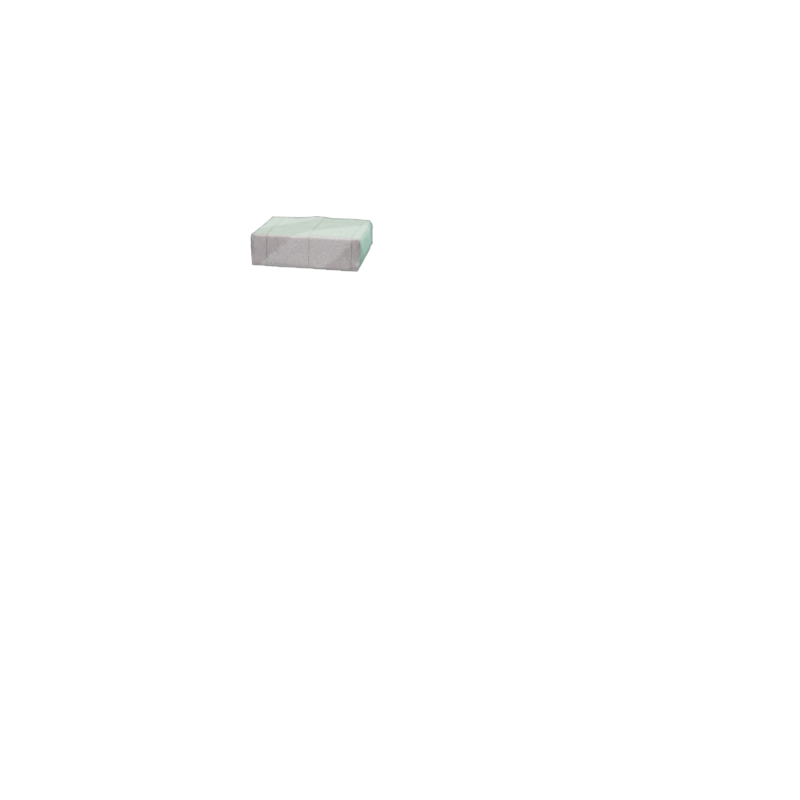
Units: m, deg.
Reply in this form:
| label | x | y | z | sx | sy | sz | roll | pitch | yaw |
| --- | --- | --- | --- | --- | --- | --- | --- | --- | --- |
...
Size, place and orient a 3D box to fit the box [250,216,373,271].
| label | x | y | z | sx | sy | sz | roll | pitch | yaw |
| --- | --- | --- | --- | --- | --- | --- | --- | --- | --- |
| box | -0.071 | -0.130 | 0.908 | 0.090 | 0.029 | 0.075 | 3 | 19 | 9 |
